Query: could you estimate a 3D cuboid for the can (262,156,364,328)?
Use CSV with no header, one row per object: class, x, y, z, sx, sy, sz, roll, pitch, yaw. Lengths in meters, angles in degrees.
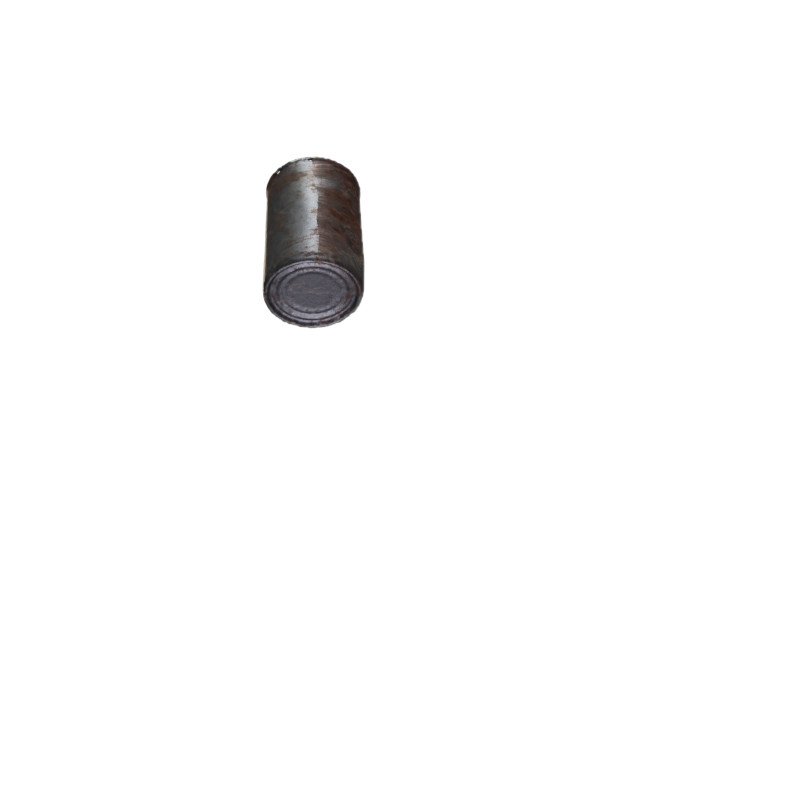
can,-0.059,-0.108,0.759,0.068,0.110,0.064,-1,-42,-3
